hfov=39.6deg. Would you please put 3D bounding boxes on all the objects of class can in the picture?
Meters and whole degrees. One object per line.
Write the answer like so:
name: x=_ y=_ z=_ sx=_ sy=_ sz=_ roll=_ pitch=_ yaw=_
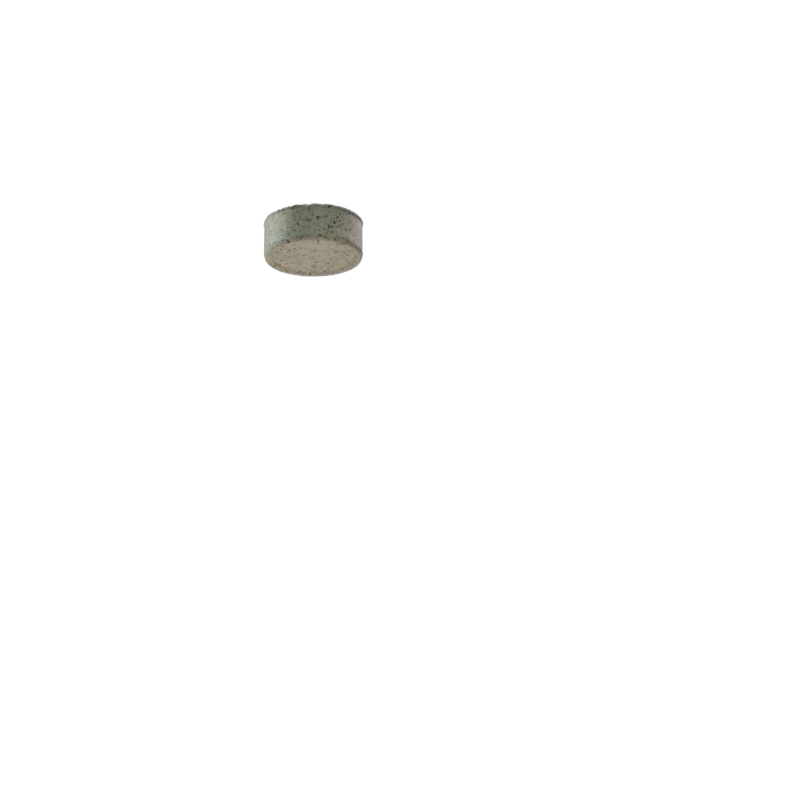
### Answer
can: x=-0.074 y=-0.135 z=0.948 sx=0.086 sy=0.035 sz=0.082 roll=0 pitch=-17 yaw=-2
